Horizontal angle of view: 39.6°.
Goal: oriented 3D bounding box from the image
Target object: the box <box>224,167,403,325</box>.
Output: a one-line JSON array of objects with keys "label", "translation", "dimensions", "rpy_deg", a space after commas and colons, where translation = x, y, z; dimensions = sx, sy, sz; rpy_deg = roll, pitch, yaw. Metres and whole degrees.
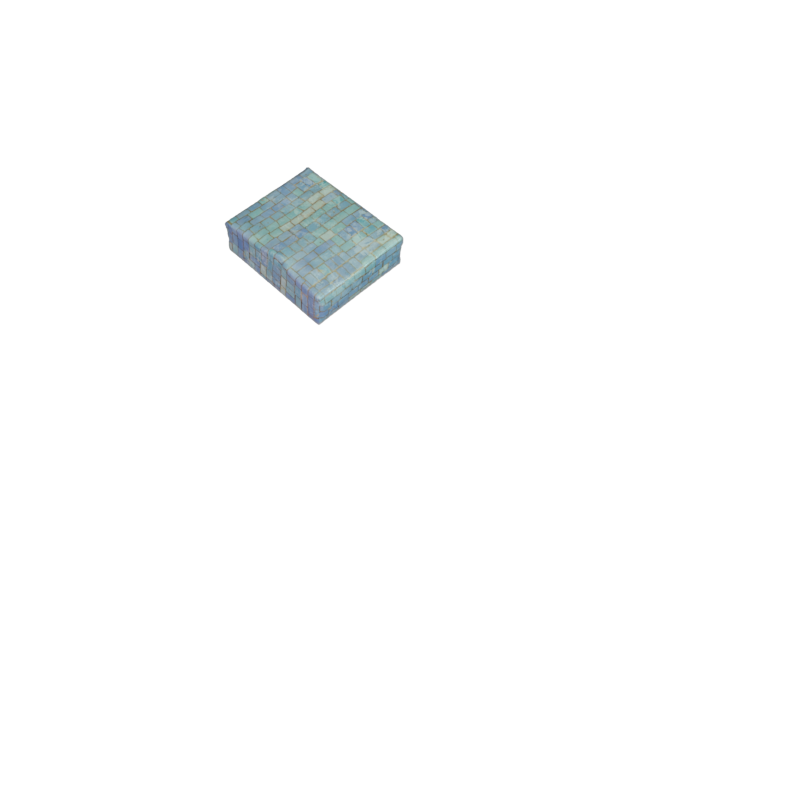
[{"label": "box", "translation": [-0.055, -0.100, 0.702], "dimensions": [0.074, 0.028, 0.095], "rpy_deg": [-37, 61, -25]}]
